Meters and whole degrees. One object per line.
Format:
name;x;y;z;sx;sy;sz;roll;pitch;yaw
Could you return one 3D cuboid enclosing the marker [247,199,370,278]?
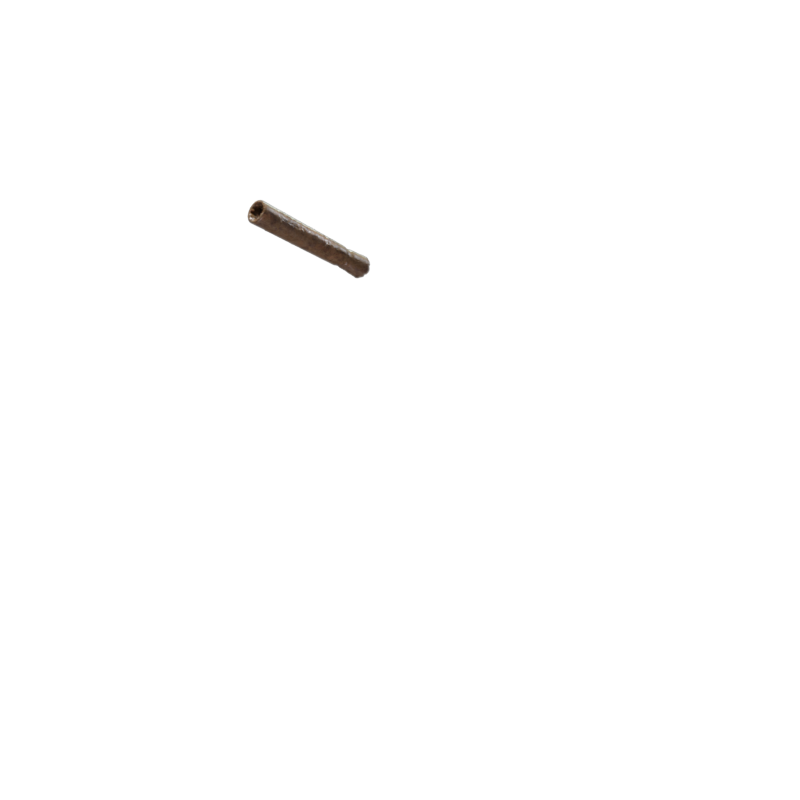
marker;-0.066;-0.120;0.841;0.113;0.020;0.021;24;-13;-42
